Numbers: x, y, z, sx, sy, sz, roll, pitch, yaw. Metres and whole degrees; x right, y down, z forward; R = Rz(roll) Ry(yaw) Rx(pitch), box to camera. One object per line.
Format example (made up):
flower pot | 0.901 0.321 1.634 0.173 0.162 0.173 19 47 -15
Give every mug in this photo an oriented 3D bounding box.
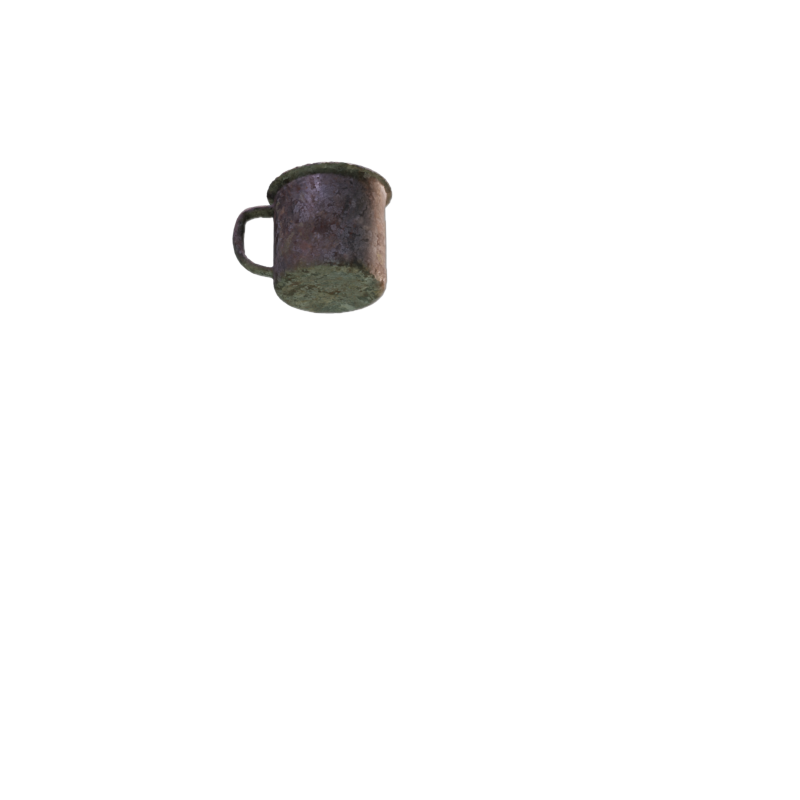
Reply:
mug | -0.063 -0.115 0.803 0.116 0.086 0.089 2 -24 -6
